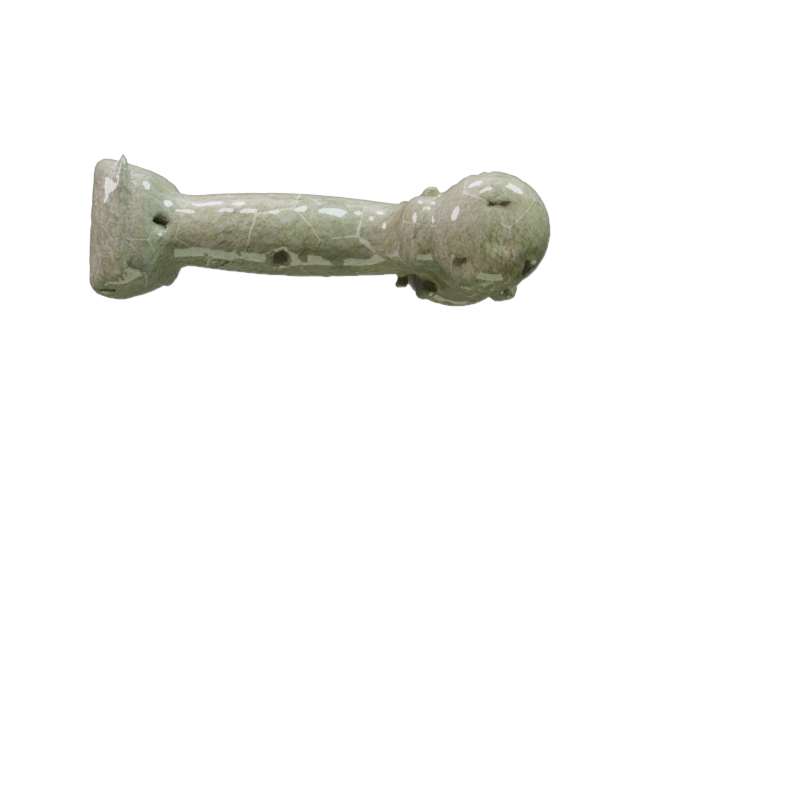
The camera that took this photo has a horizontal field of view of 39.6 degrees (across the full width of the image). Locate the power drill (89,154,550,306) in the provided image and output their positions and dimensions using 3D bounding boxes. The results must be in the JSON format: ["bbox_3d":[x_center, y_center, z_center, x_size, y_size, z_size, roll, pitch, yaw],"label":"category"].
[{"bbox_3d":[-0.039,-0.072,0.504,0.187,0.058,0.184,0,0,-4],"label":"power drill"}]
